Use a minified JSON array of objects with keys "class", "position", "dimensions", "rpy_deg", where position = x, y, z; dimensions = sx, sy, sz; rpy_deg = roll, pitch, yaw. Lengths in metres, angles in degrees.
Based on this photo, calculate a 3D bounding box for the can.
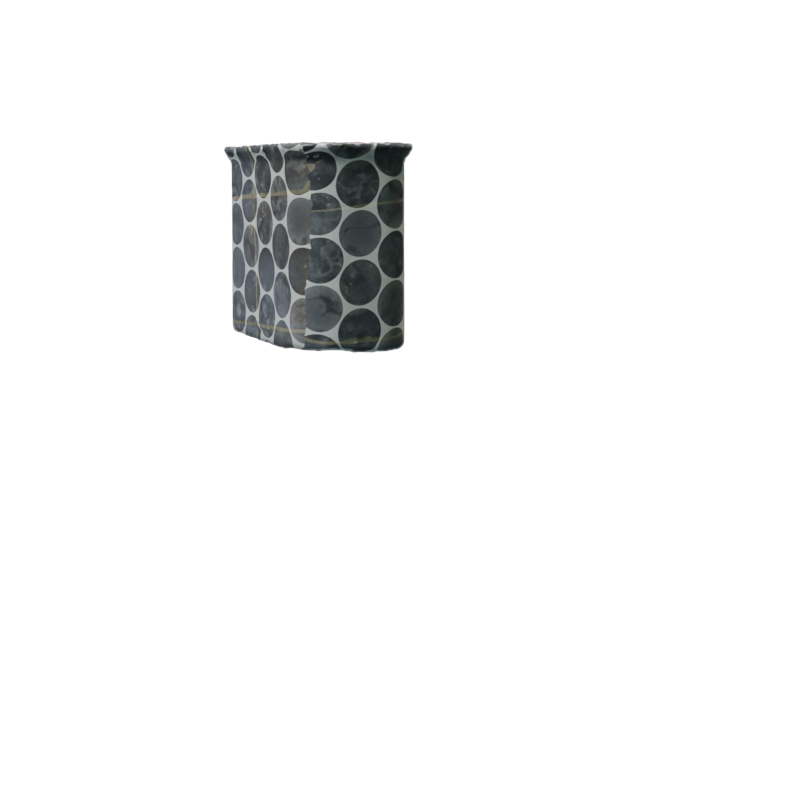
[{"class":"can","position":[-0.037,-0.068,0.479],"dimensions":[0.056,0.083,0.106],"rpy_deg":[-3,9,-26]}]
